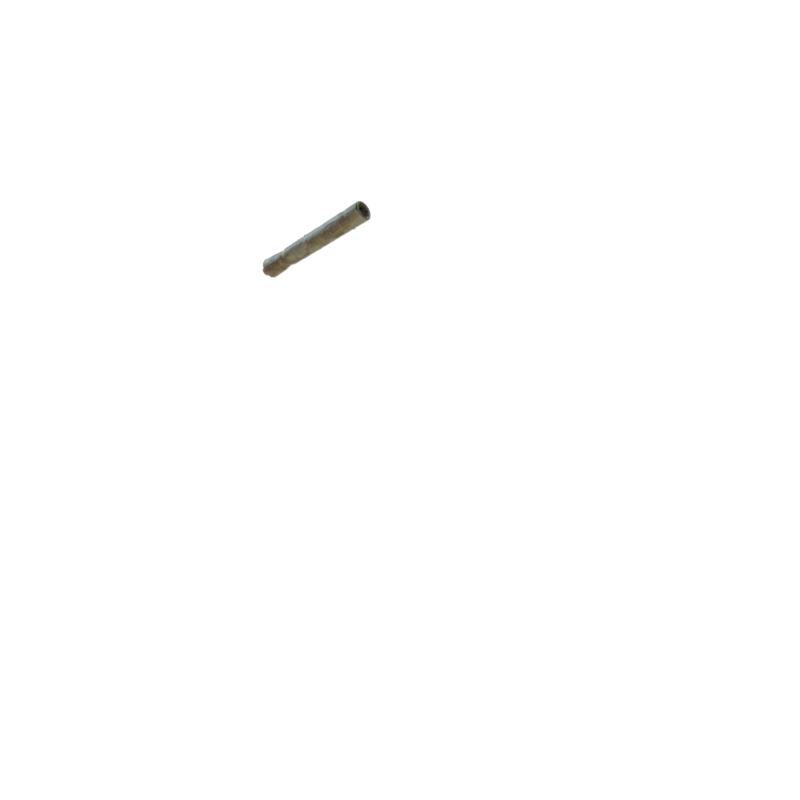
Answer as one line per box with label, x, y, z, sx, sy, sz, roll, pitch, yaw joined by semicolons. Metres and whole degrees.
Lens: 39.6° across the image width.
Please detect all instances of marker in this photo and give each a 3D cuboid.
marker;-0.077;-0.140;0.978;0.121;0.020;0.019;-26;-12;33
